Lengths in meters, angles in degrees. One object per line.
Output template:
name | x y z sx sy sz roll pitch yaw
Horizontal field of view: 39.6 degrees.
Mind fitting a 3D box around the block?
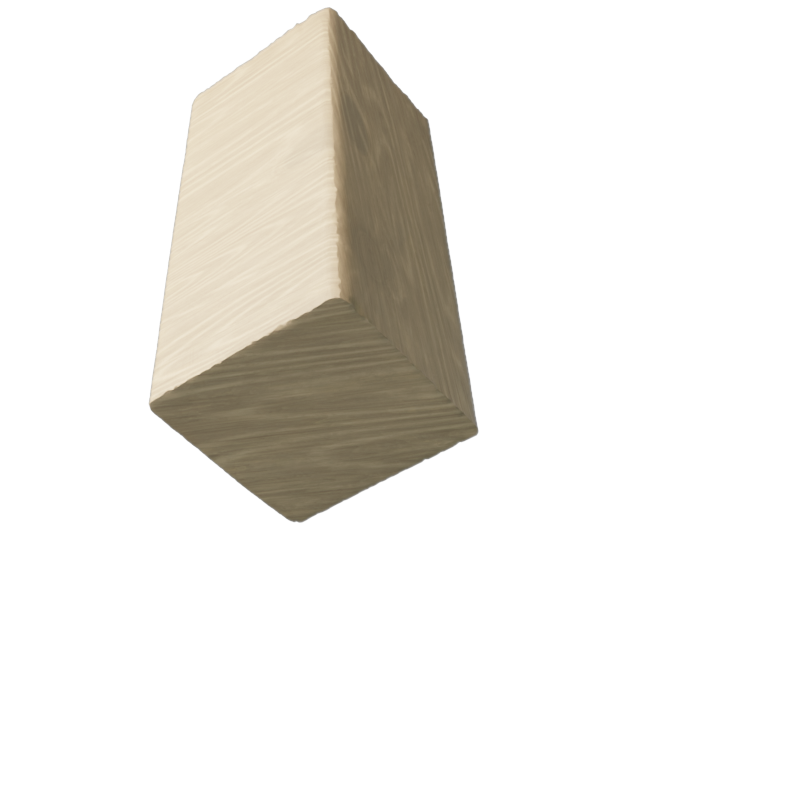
block | -0.038 -0.069 0.480 0.090 0.221 0.084 -30 -52 22
